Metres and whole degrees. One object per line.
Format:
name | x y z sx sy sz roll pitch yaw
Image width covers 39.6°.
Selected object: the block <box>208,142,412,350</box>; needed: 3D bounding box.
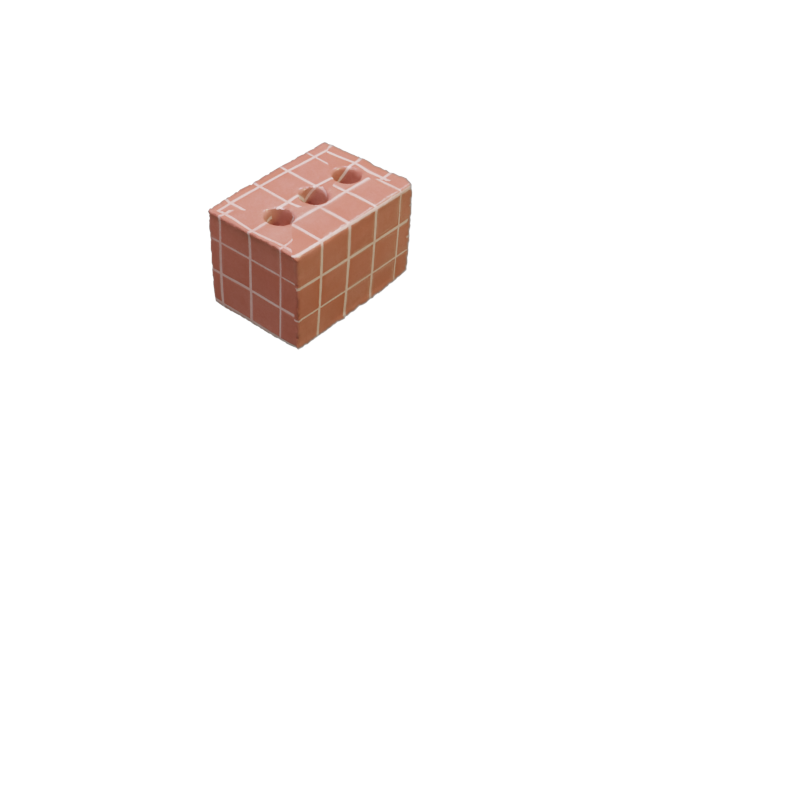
block | -0.038 -0.070 0.490 0.056 0.048 0.079 28 47 28
